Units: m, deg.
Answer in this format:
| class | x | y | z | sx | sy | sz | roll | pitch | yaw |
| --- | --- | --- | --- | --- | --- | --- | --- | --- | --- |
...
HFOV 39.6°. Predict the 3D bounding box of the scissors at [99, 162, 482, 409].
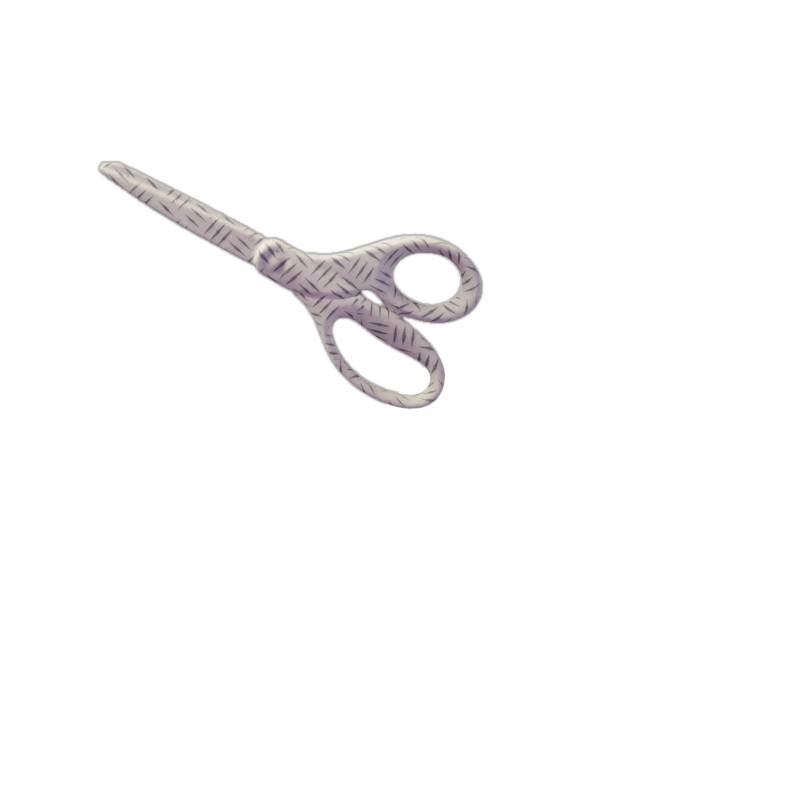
| class | x | y | z | sx | sy | sz | roll | pitch | yaw |
| --- | --- | --- | --- | --- | --- | --- | --- | --- | --- |
| scissors | -0.043 | -0.078 | 0.548 | 0.197 | 0.095 | 0.016 | 44 | 8 | -8 |
